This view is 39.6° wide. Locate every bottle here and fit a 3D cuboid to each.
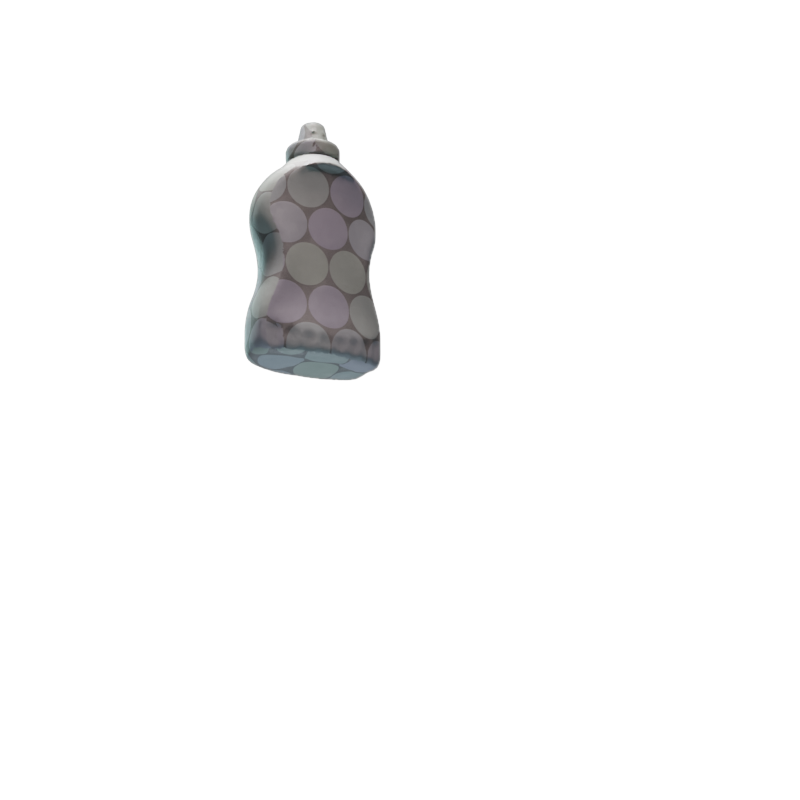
[{"bbox_3d":[-0.063,-0.115,0.808,0.092,0.202,0.058,9,-24,-26],"label":"bottle"}]
